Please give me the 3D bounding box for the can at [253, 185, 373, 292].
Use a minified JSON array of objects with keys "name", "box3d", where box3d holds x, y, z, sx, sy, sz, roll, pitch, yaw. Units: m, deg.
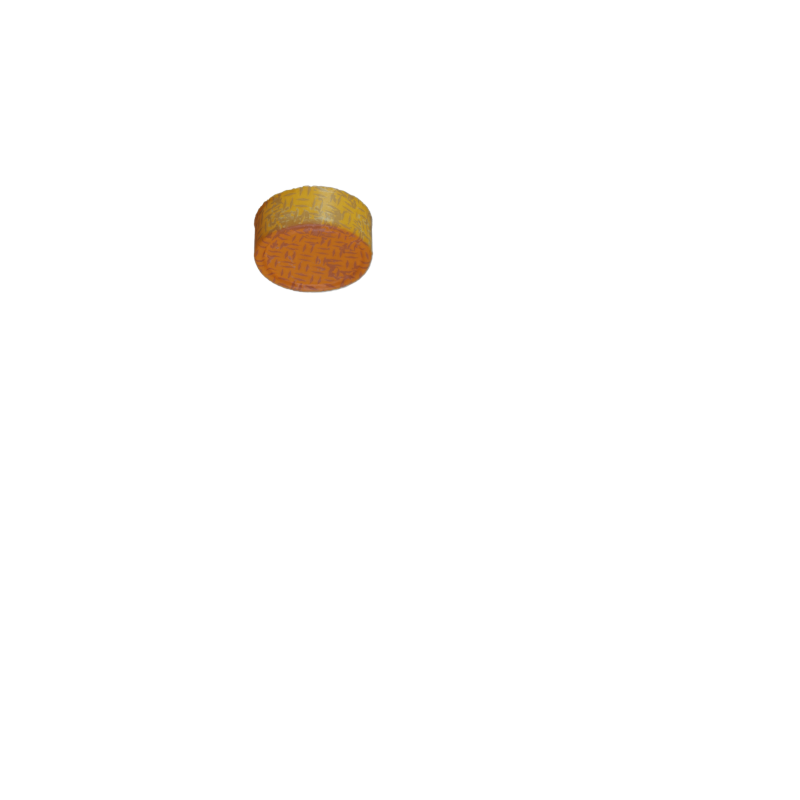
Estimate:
[{"name":"can","box3d":[-0.062,-0.113,0.791,0.086,0.036,0.080,1,-32,-2]}]
